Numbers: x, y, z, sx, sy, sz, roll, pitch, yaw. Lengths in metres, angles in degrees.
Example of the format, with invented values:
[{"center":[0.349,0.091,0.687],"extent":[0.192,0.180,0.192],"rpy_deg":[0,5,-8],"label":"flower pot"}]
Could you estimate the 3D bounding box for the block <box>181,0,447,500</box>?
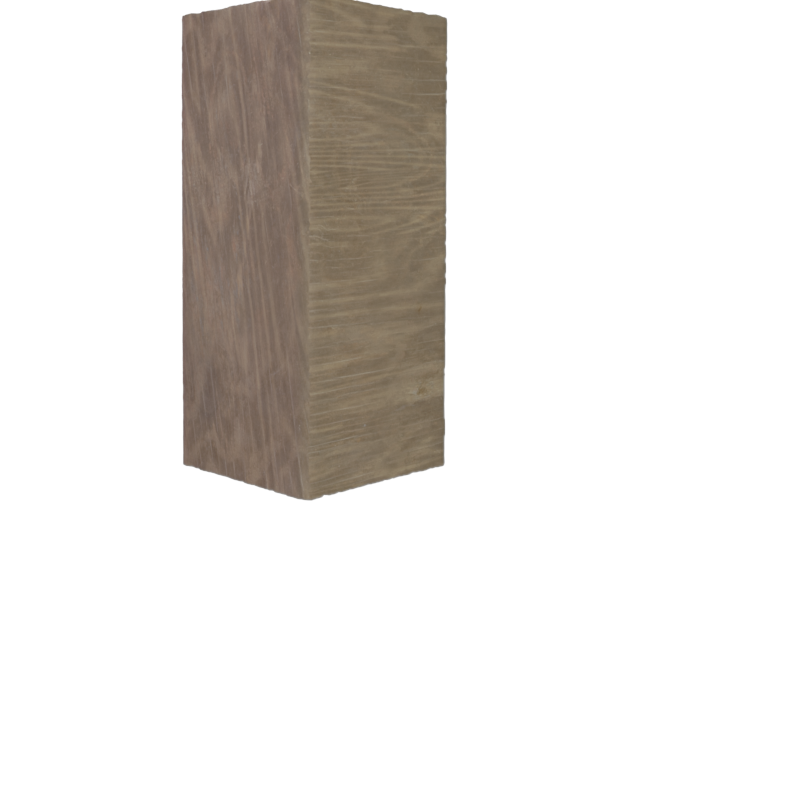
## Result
[{"center":[-0.040,-0.073,0.509],"extent":[0.094,0.205,0.087],"rpy_deg":[4,6,44],"label":"block"}]
